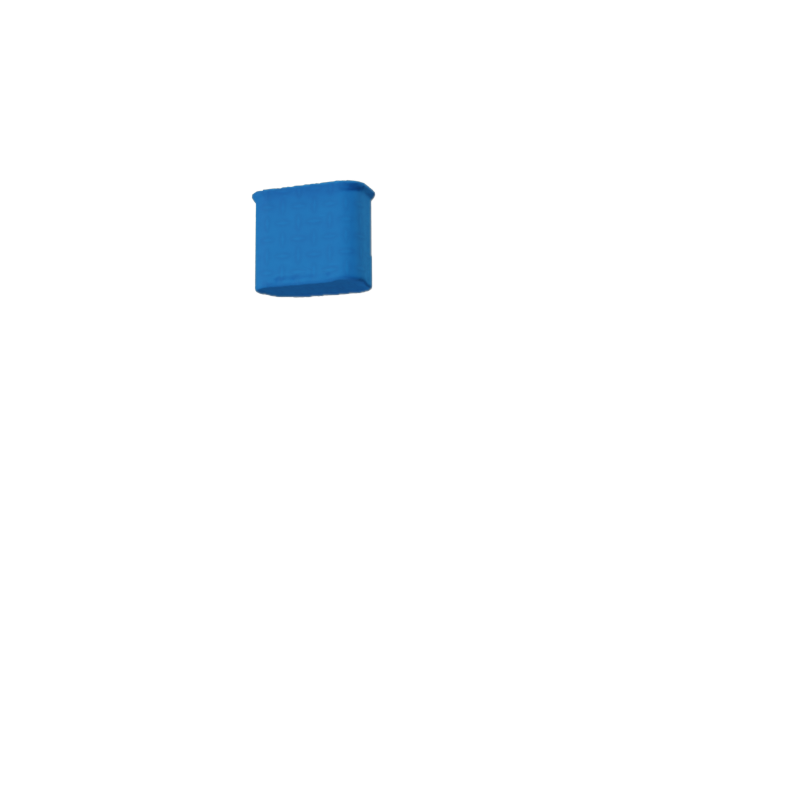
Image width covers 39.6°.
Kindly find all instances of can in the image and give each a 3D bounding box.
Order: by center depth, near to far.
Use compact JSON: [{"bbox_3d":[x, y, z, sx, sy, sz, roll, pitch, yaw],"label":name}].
[{"bbox_3d":[-0.073,-0.132,0.927,0.104,0.086,0.055,-4,-12,19],"label":"can"}]
